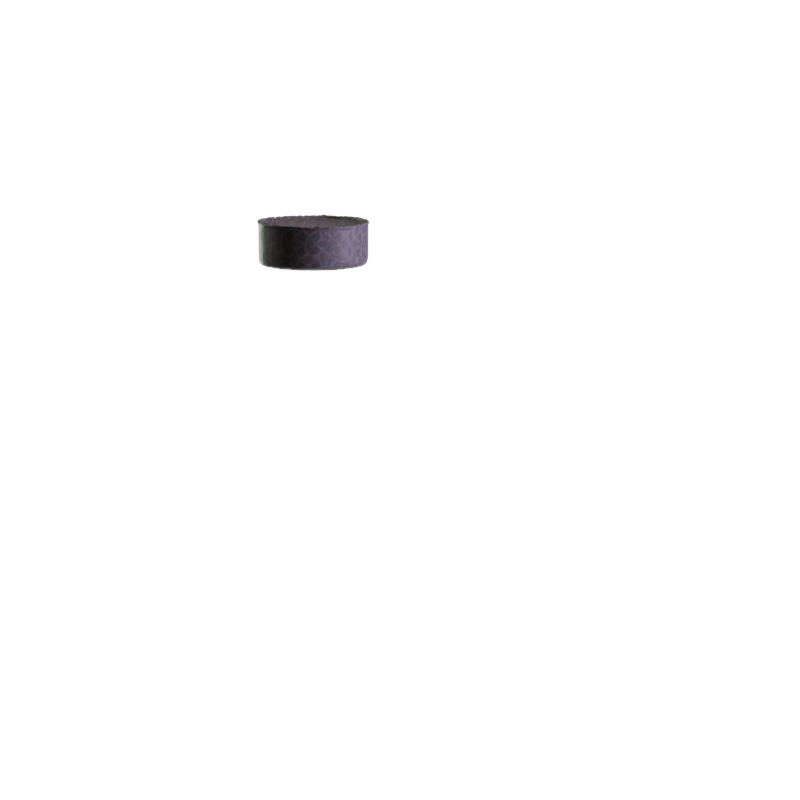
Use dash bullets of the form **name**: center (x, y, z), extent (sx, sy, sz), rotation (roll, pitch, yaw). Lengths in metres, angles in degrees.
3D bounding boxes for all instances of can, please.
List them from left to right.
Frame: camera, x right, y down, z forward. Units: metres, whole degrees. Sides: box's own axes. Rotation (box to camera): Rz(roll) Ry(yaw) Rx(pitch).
- **can**: center (-0.067, -0.122, 0.854), extent (0.086, 0.033, 0.088), rotation (0, 14, -2)
